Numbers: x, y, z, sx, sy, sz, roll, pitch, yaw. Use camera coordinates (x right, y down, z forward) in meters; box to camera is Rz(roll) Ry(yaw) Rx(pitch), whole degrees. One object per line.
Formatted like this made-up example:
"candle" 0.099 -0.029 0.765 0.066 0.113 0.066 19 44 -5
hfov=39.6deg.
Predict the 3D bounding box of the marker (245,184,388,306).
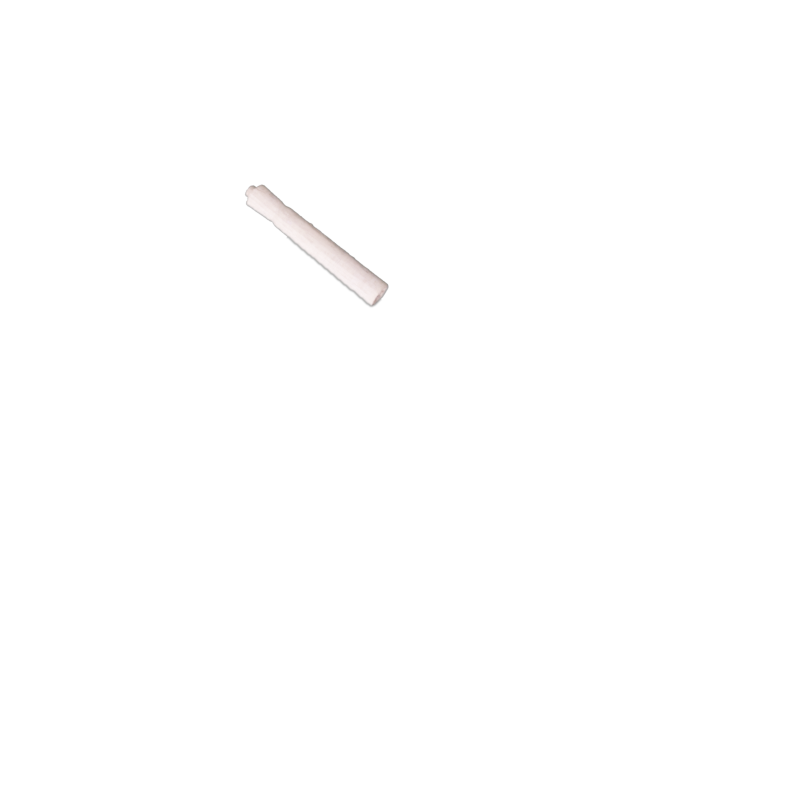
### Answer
"marker" -0.060 -0.109 0.762 0.126 0.019 0.019 40 15 15
